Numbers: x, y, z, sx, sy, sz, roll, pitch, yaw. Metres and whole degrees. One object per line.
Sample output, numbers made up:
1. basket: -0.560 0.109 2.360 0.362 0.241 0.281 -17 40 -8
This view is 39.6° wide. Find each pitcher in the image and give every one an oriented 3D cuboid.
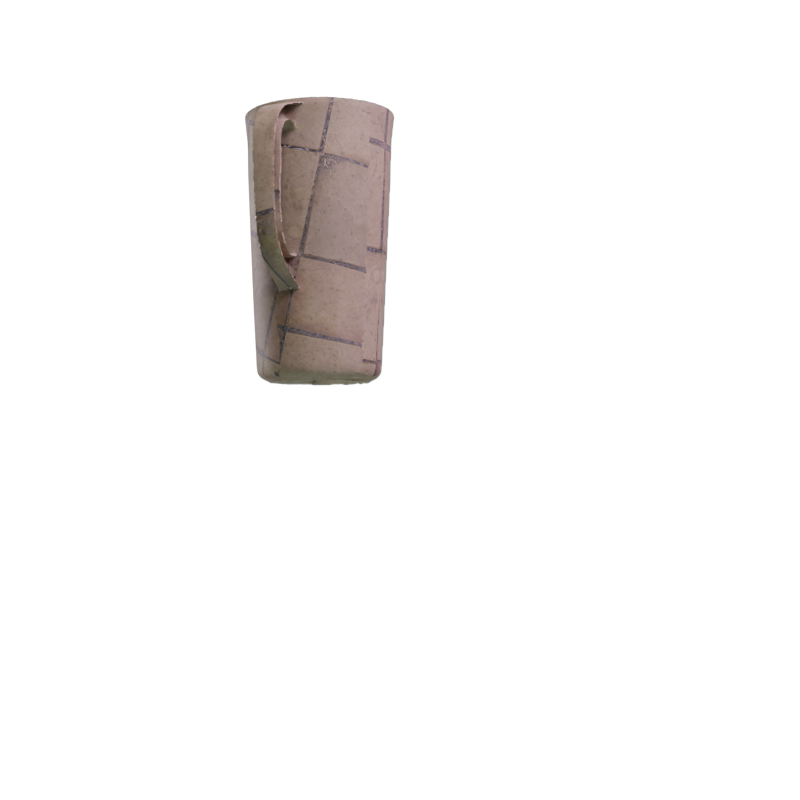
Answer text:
1. pitcher: -0.076 -0.138 0.965 0.145 0.249 0.146 3 -8 -23
